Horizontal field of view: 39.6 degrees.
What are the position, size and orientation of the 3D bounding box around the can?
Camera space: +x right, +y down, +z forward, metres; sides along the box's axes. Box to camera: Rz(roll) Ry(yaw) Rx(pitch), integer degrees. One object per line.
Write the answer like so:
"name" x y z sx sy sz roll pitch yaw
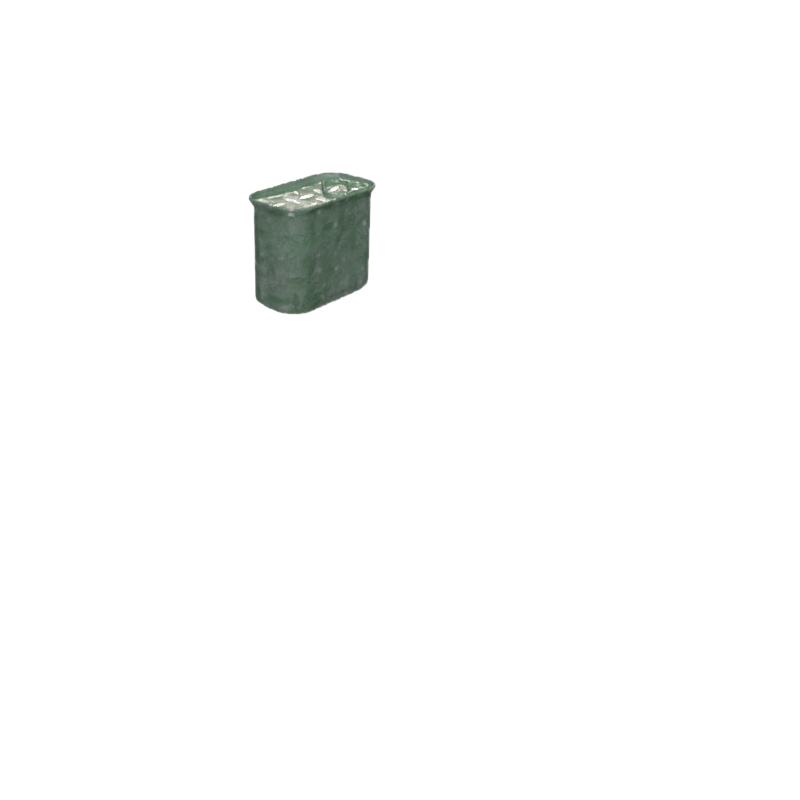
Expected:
"can" -0.066 -0.121 0.846 0.061 0.080 0.101 18 29 35
